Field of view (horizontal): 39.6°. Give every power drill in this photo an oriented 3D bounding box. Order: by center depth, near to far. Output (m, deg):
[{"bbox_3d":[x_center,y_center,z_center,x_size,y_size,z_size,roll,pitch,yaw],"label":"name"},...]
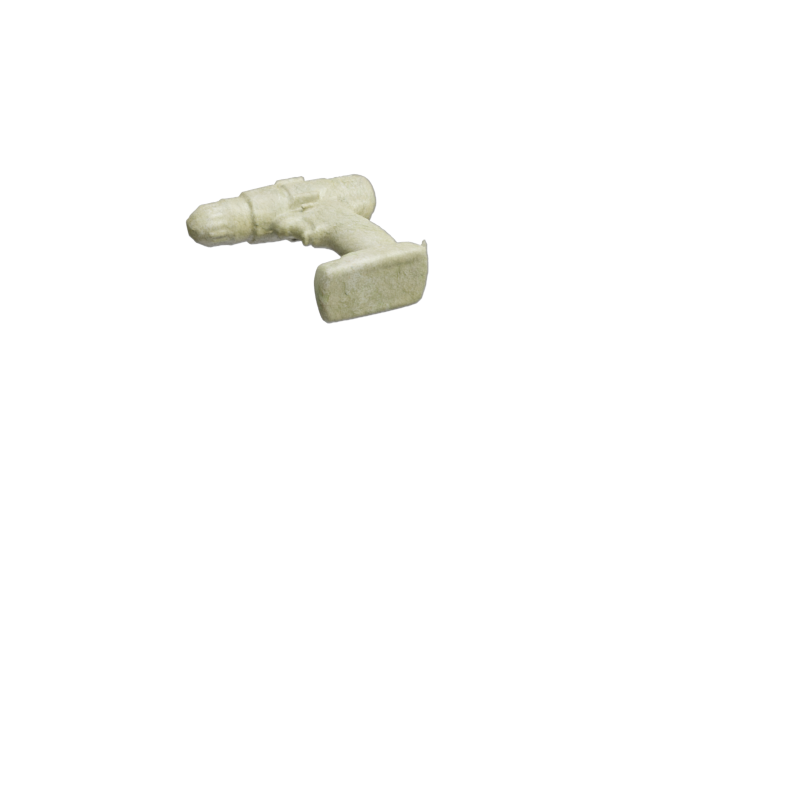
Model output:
[{"bbox_3d":[-0.076,-0.139,0.975,0.182,0.054,0.203,-16,38,-22],"label":"power drill"}]
